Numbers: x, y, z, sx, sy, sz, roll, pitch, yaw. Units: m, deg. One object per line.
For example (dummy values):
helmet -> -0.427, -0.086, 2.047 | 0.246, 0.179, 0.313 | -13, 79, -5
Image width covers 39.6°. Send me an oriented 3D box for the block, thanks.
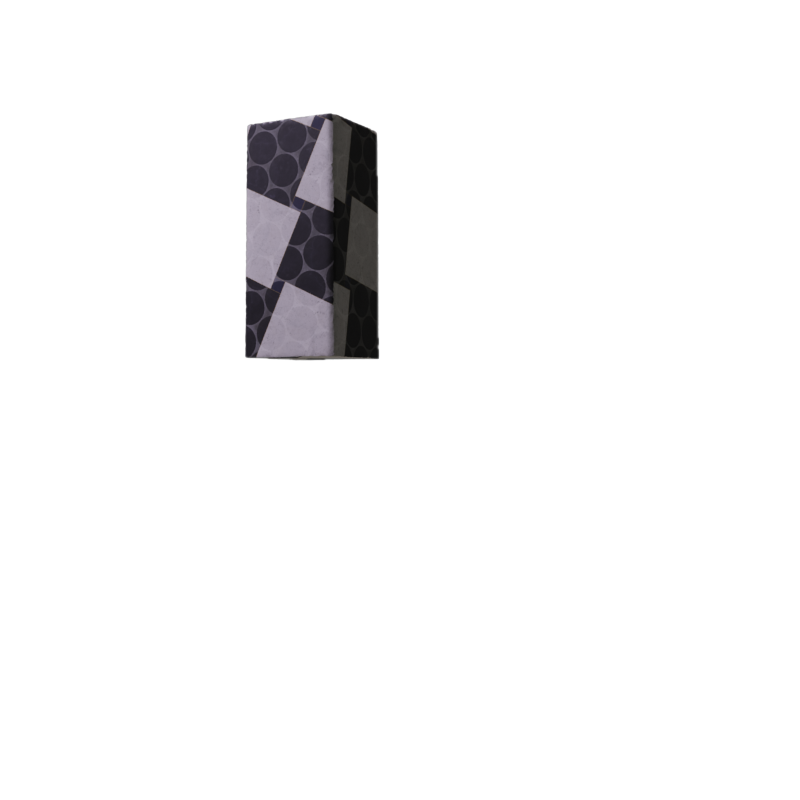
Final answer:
block -> -0.077, -0.140, 0.983 | 0.093, 0.210, 0.087 | -4, -7, 28
